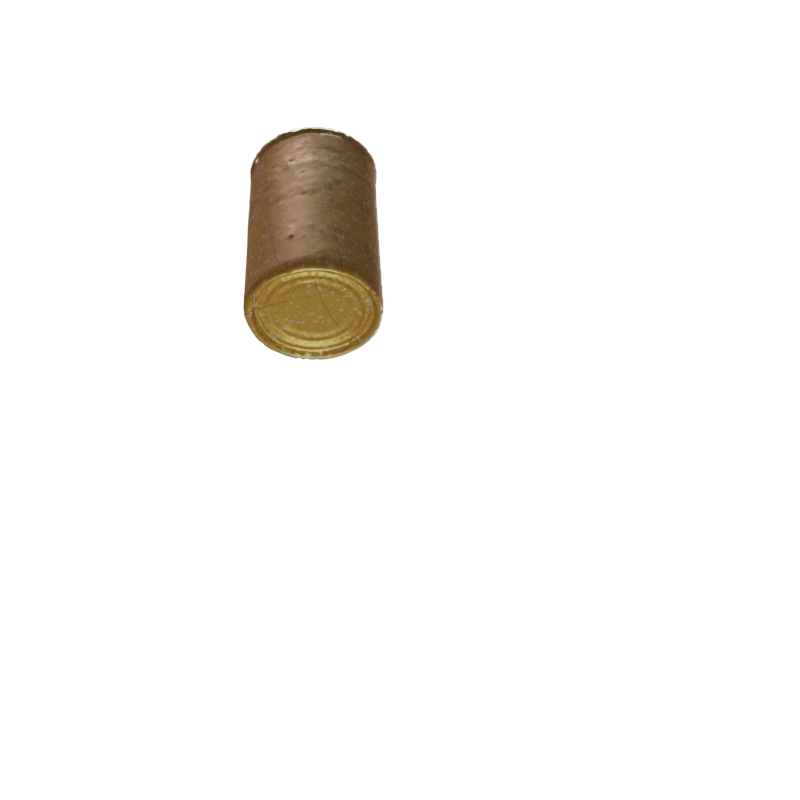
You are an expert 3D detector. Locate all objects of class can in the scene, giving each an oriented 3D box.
[{"bbox_3d":[-0.044,-0.080,0.560,0.068,0.110,0.064,-1,-42,-3],"label":"can"}]
